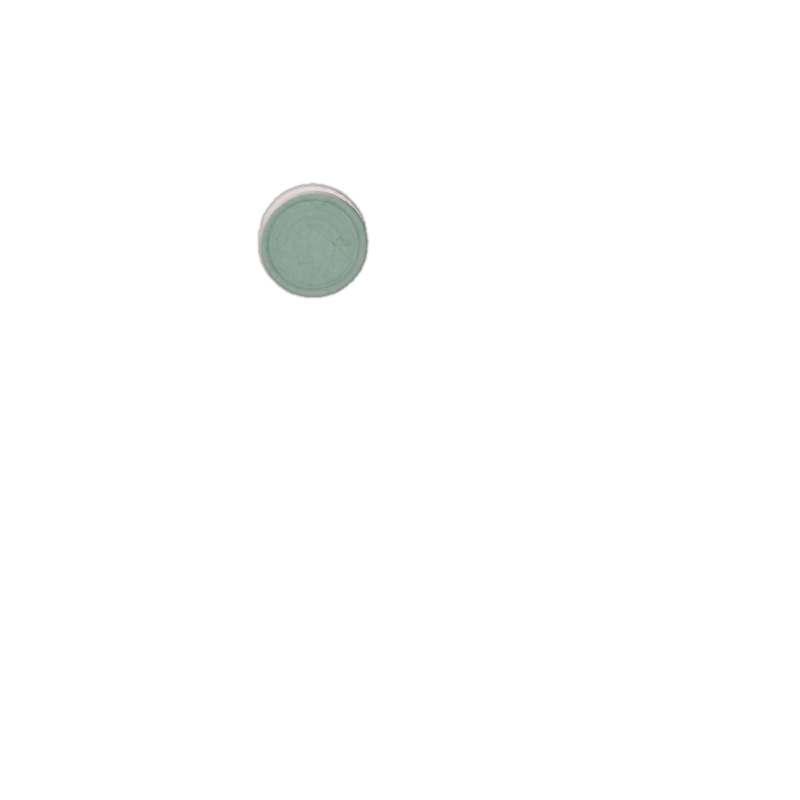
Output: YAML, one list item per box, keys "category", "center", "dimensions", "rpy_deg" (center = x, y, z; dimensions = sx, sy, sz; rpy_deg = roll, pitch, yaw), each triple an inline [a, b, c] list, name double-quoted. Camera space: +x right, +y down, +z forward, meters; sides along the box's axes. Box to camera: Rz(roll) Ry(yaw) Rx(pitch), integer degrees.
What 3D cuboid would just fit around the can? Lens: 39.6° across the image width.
- category: "can"
  center: [-0.068, -0.124, 0.867]
  dimensions: [0.086, 0.084, 0.034]
  rpy_deg: [0, 12, -1]
